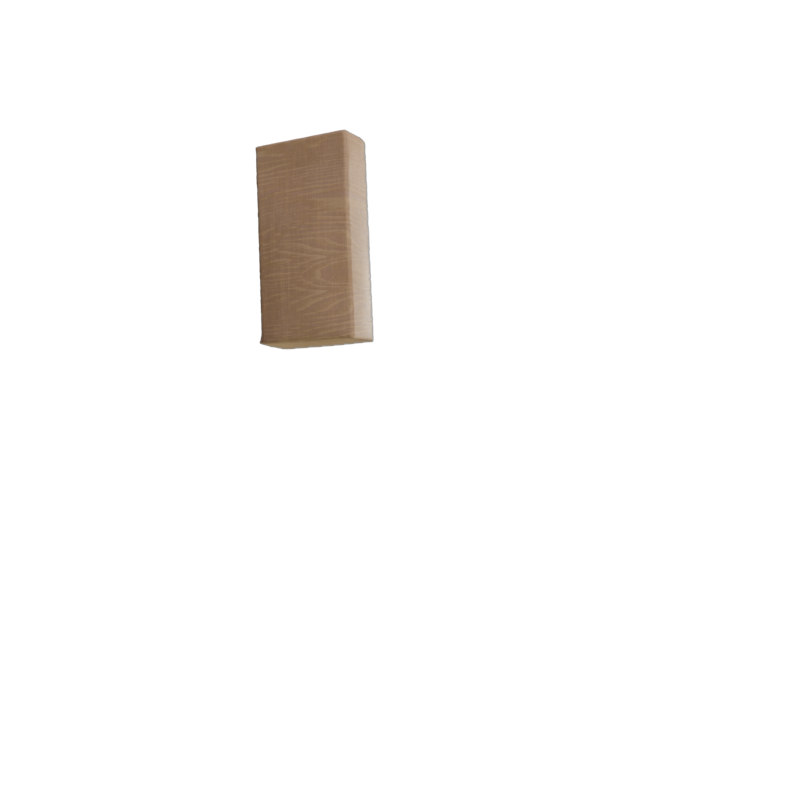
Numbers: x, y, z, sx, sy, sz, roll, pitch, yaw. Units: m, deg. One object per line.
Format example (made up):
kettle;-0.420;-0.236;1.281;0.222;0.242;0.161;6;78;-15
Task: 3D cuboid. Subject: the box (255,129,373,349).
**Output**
box;-0.074;-0.135;0.944;0.096;0.181;0.045;-6;-13;28
